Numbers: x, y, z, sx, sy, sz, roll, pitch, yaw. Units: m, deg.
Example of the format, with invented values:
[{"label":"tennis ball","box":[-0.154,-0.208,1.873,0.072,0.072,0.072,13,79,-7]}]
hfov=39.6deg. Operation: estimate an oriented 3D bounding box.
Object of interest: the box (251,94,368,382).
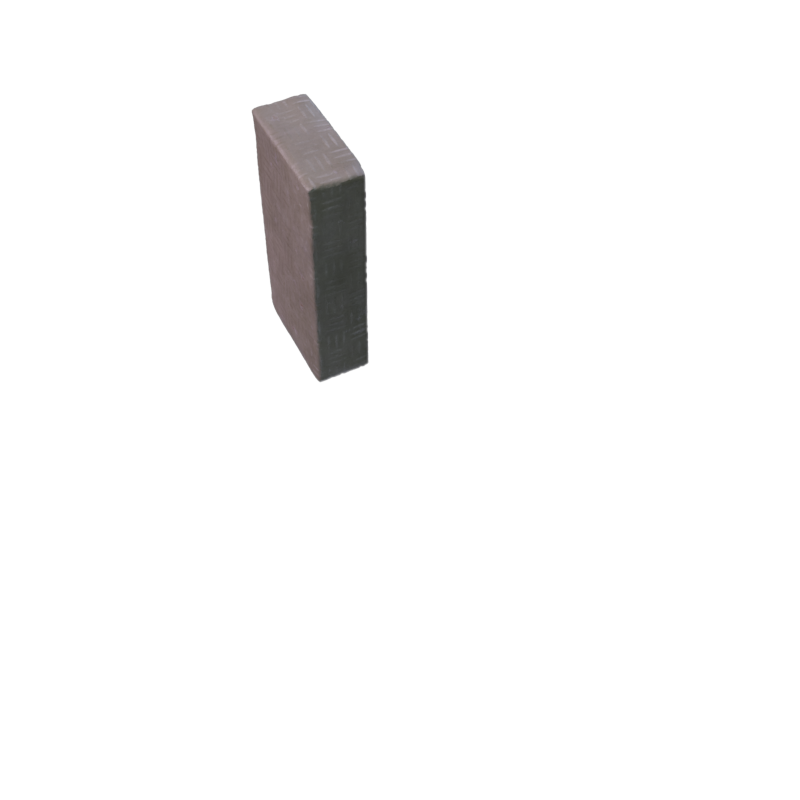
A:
[{"label":"box","box":[-0.058,-0.106,0.739,0.047,0.164,0.101,-17,50,-19]}]
